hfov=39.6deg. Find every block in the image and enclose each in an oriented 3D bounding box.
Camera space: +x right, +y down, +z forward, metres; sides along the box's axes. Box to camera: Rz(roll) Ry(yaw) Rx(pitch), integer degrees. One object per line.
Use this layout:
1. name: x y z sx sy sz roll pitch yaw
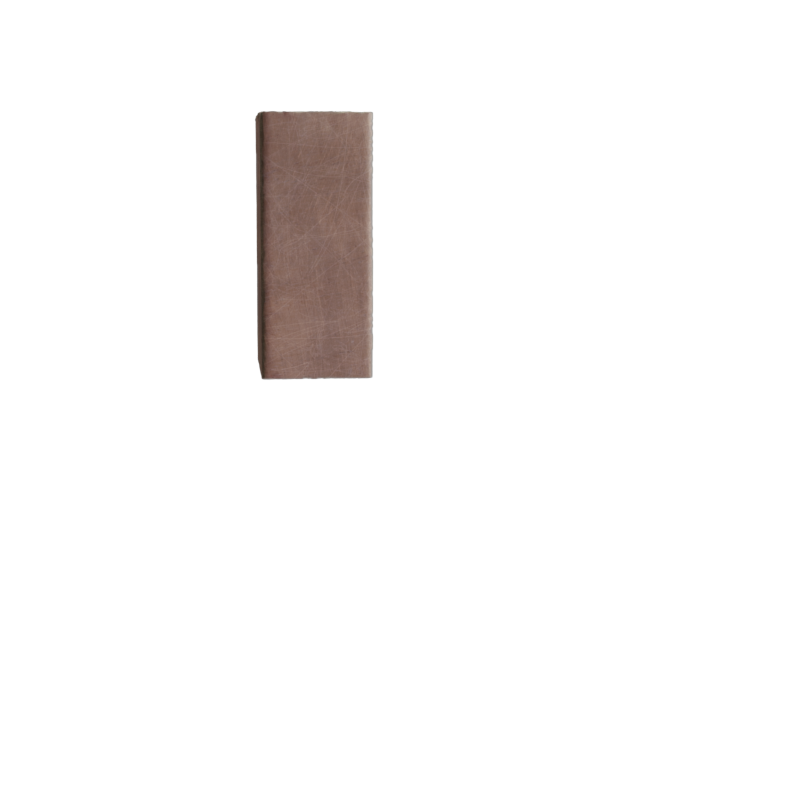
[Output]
1. block: -0.071 -0.128 0.894 0.089 0.204 0.093 0 6 -7
